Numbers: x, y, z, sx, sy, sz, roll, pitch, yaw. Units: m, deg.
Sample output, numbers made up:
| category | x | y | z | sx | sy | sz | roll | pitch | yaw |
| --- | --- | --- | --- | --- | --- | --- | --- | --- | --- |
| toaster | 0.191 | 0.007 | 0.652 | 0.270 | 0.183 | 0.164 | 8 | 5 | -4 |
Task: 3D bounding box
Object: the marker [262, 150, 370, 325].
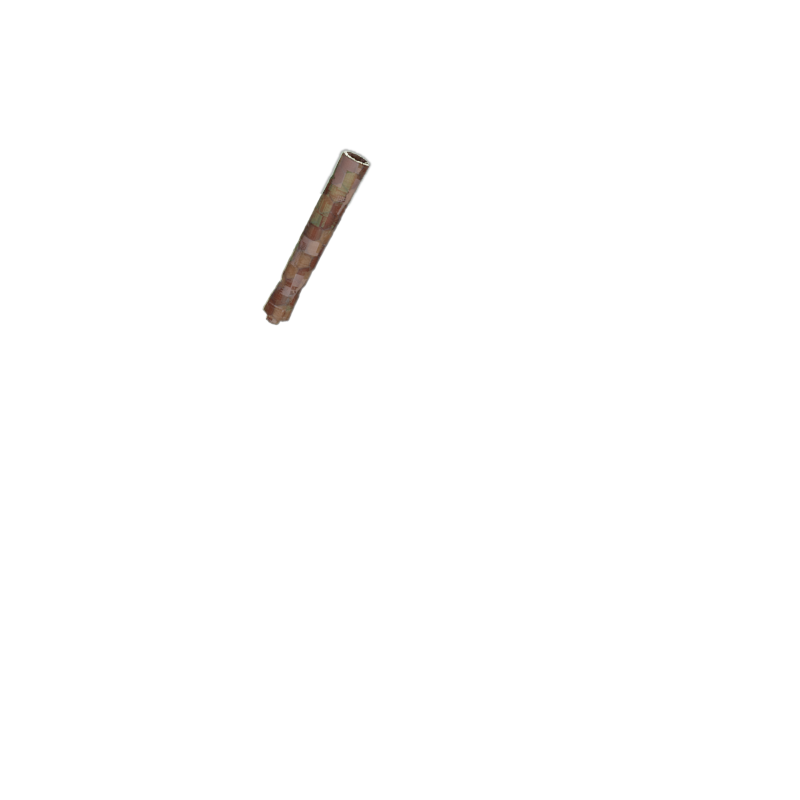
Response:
| category | x | y | z | sx | sy | sz | roll | pitch | yaw |
| --- | --- | --- | --- | --- | --- | --- | --- | --- | --- |
| marker | -0.054 | -0.098 | 0.688 | 0.019 | 0.118 | 0.021 | 25 | 20 | -13 |
